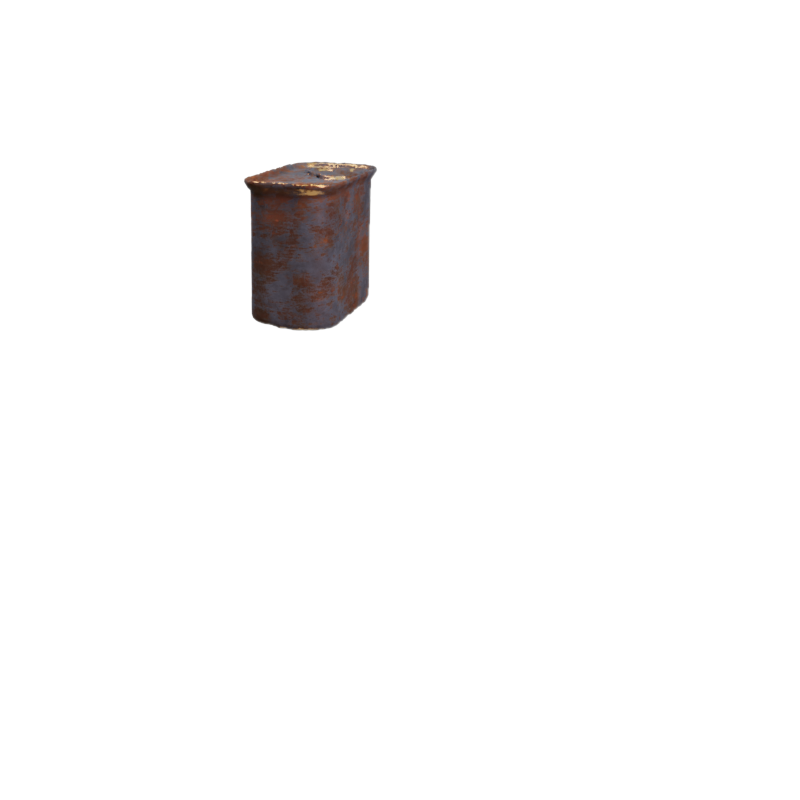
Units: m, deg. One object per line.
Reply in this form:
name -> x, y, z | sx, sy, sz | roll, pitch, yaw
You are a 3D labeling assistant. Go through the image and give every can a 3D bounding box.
can -> -0.052, -0.094, 0.659 | 0.059, 0.081, 0.103 | 5, 16, 16
